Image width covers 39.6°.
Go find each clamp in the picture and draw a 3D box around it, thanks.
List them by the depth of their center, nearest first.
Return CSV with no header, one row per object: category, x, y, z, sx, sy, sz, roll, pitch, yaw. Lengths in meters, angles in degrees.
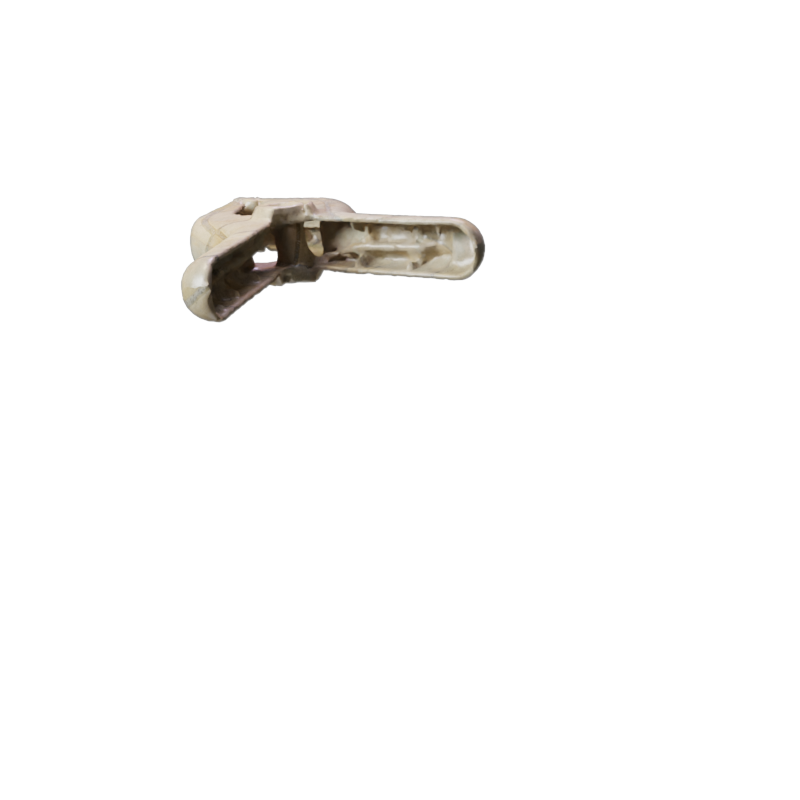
clamp,-0.038,-0.070,0.490,0.119,0.038,0.180,-3,19,-10
